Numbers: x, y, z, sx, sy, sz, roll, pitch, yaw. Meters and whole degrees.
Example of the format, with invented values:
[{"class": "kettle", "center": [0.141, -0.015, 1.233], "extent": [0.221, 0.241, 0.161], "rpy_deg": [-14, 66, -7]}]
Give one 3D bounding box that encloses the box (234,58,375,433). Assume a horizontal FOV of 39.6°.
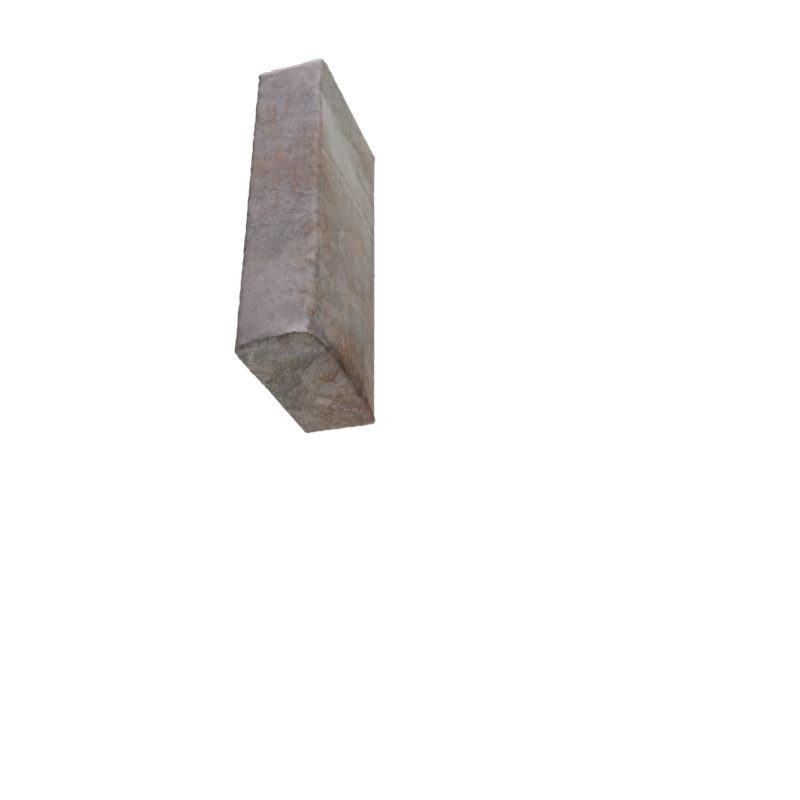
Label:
[{"class": "box", "center": [-0.046, -0.083, 0.585], "extent": [0.048, 0.189, 0.086], "rpy_deg": [-13, -35, 14]}]
